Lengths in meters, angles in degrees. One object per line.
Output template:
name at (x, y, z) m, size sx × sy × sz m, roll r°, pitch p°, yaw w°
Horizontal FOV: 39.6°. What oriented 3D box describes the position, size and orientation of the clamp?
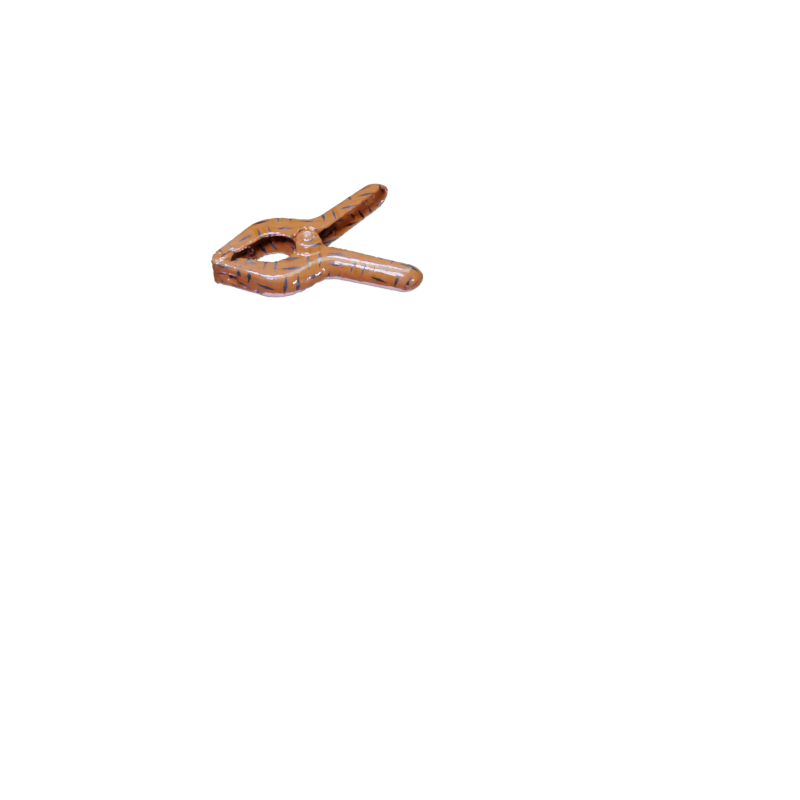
clamp at (-0.073, -0.133, 0.935) m, size 0.171 × 0.036 × 0.129 m, roll -4°, pitch 44°, yaw -4°
